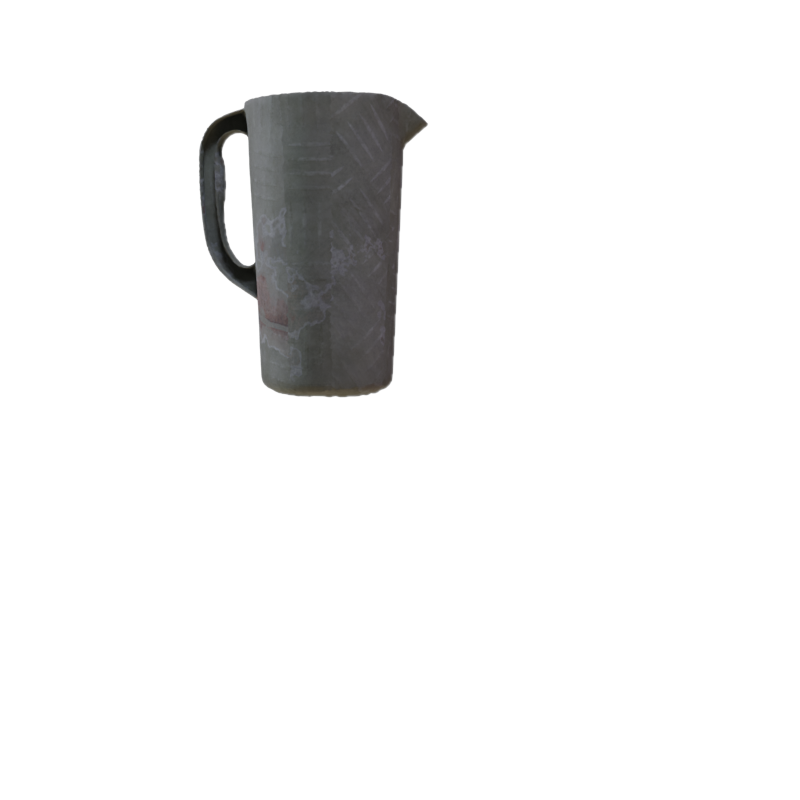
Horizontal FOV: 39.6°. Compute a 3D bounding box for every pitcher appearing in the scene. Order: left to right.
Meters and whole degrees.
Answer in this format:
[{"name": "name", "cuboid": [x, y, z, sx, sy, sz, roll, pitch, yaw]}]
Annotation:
[{"name": "pitcher", "cuboid": [-0.071, -0.130, 0.910, 0.140, 0.243, 0.155, -2, 3, -39]}]
